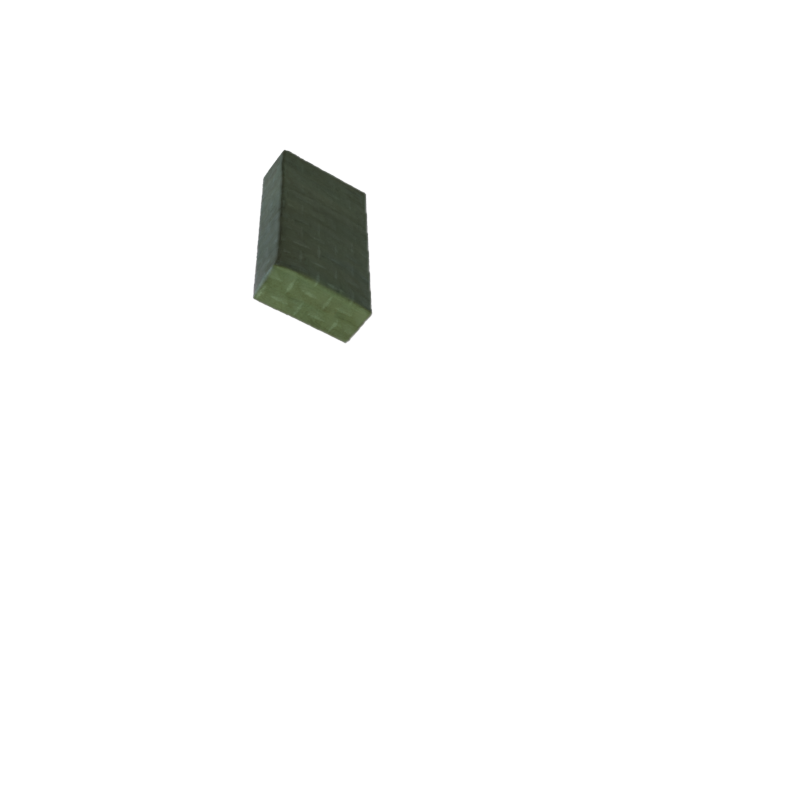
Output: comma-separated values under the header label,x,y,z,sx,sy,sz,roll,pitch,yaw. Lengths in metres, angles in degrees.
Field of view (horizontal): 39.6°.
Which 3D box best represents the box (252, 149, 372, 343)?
label,x,y,z,sx,sy,sz,roll,pitch,yaw
box,-0.075,-0.136,0.954,0.089,0.047,0.189,25,33,-22
